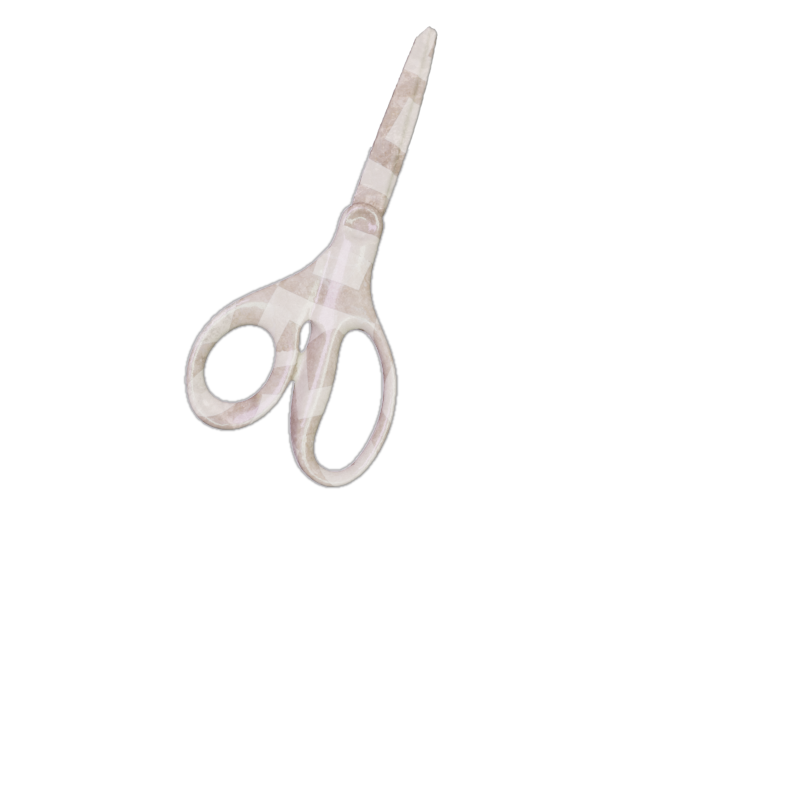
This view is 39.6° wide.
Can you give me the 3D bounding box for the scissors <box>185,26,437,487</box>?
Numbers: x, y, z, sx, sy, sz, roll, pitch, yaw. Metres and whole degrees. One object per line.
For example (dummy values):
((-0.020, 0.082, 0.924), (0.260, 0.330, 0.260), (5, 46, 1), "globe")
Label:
((-0.037, -0.067, 0.470), (0.096, 0.208, 0.015), (3, -13, 1), "scissors")
